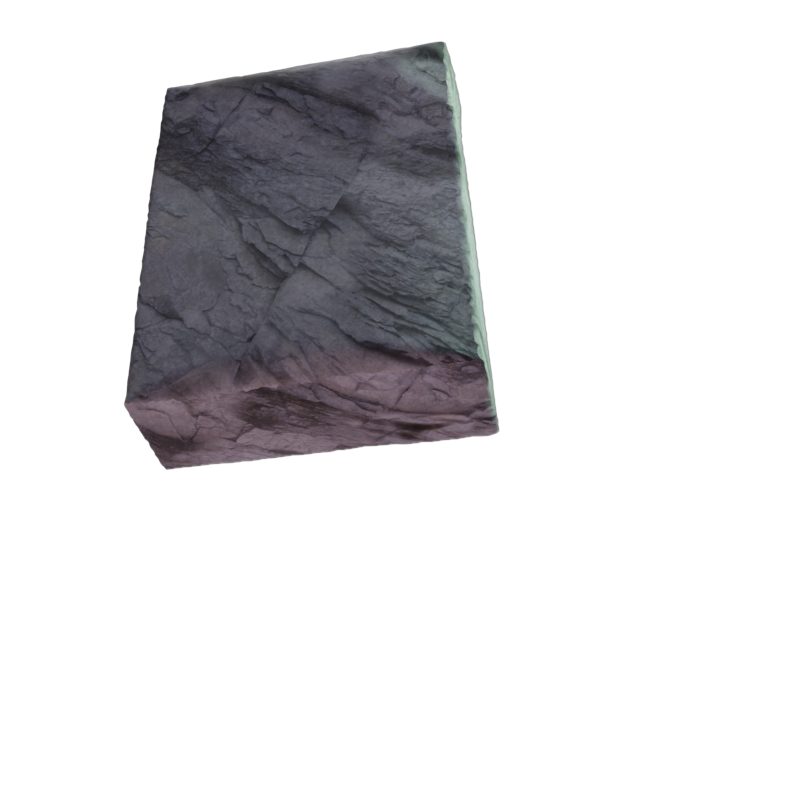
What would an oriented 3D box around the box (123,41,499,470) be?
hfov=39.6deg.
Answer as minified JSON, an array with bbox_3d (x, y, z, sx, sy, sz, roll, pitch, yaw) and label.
[{"bbox_3d":[-0.044,-0.081,0.567,0.165,0.229,0.066,-8,-37,8],"label":"box"}]
